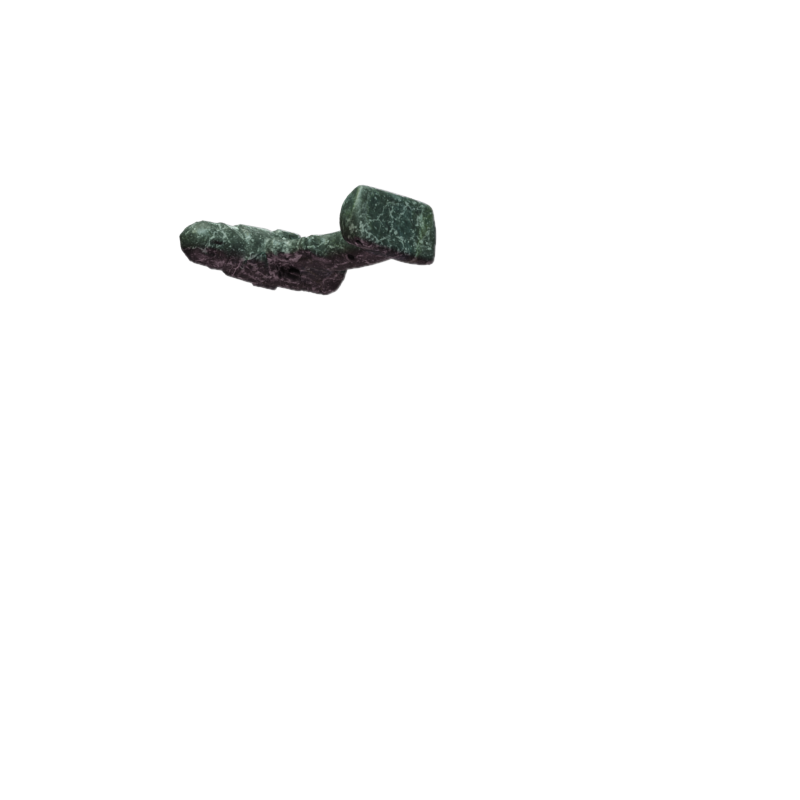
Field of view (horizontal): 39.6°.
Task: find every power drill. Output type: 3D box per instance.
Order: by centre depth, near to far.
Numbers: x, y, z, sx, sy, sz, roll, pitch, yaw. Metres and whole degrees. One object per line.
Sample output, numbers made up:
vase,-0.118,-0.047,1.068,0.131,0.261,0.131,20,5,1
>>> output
power drill,-0.077,-0.141,0.986,0.175,0.059,0.192,7,-10,-44
